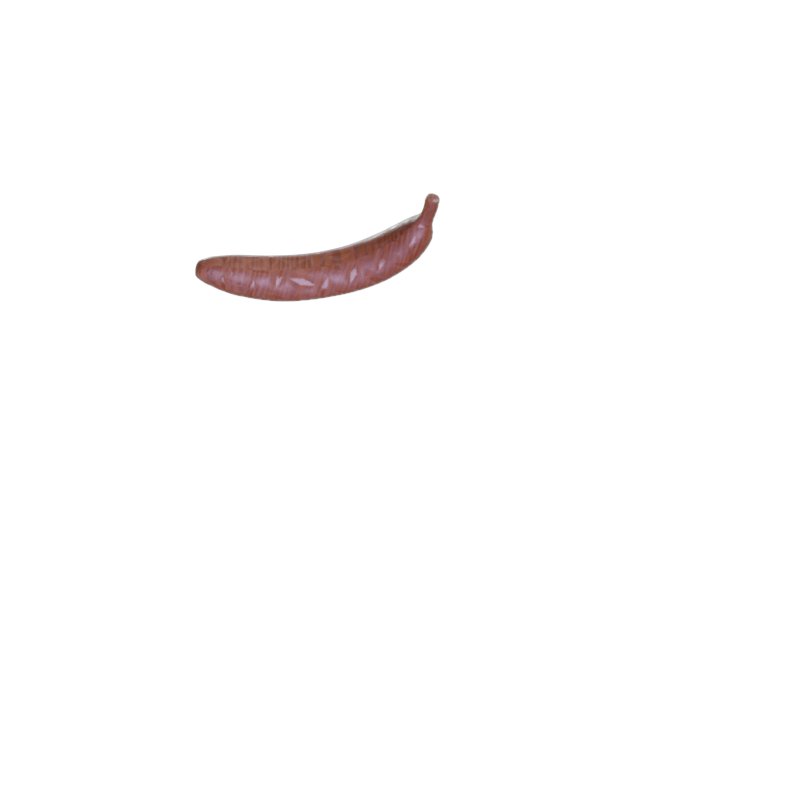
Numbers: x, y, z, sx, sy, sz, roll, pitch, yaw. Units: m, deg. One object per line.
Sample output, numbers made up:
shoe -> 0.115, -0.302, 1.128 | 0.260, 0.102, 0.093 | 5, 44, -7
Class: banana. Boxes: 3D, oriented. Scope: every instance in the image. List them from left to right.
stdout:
banana -> -0.057, -0.109, 0.859 | 0.199, 0.065, 0.039 | -16, 35, 11
